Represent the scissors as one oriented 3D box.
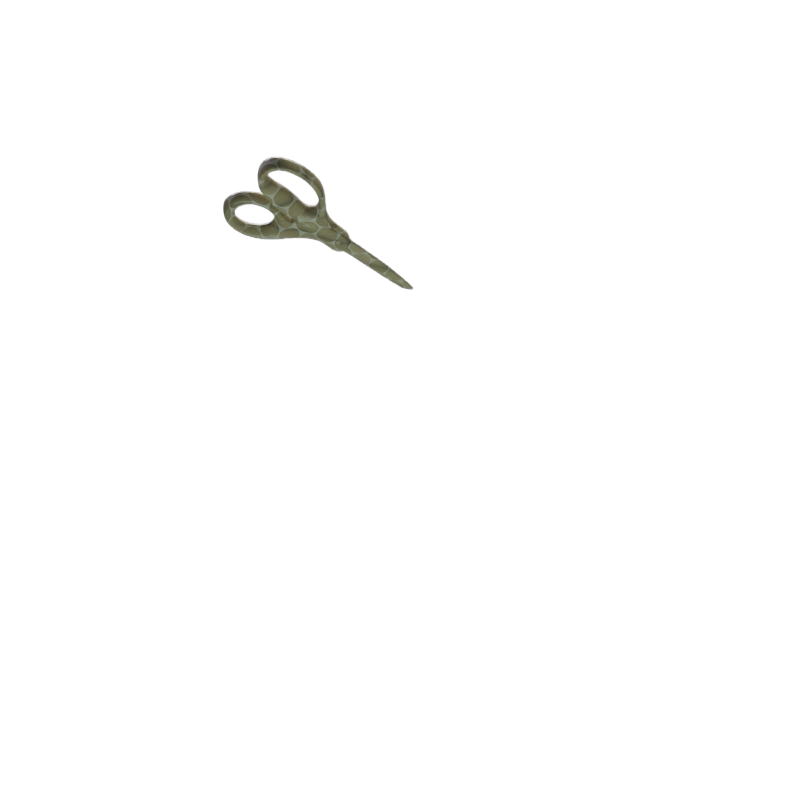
[{"bbox_3d":[-0.074,-0.136,0.949,0.097,0.017,0.186,-17,-39,22],"label":"scissors"}]
